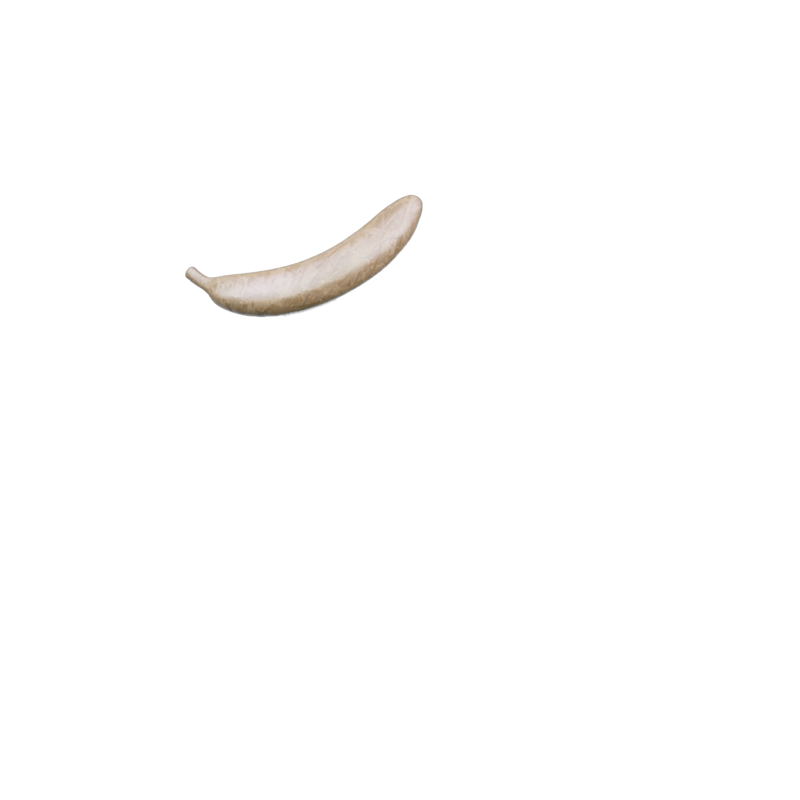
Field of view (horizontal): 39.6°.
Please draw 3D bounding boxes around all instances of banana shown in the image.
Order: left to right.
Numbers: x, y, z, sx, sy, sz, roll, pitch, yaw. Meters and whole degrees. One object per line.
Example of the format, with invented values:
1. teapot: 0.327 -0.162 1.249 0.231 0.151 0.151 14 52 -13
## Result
1. banana: -0.065 -0.106 0.862 0.197 0.074 0.035 -18 -23 -9
